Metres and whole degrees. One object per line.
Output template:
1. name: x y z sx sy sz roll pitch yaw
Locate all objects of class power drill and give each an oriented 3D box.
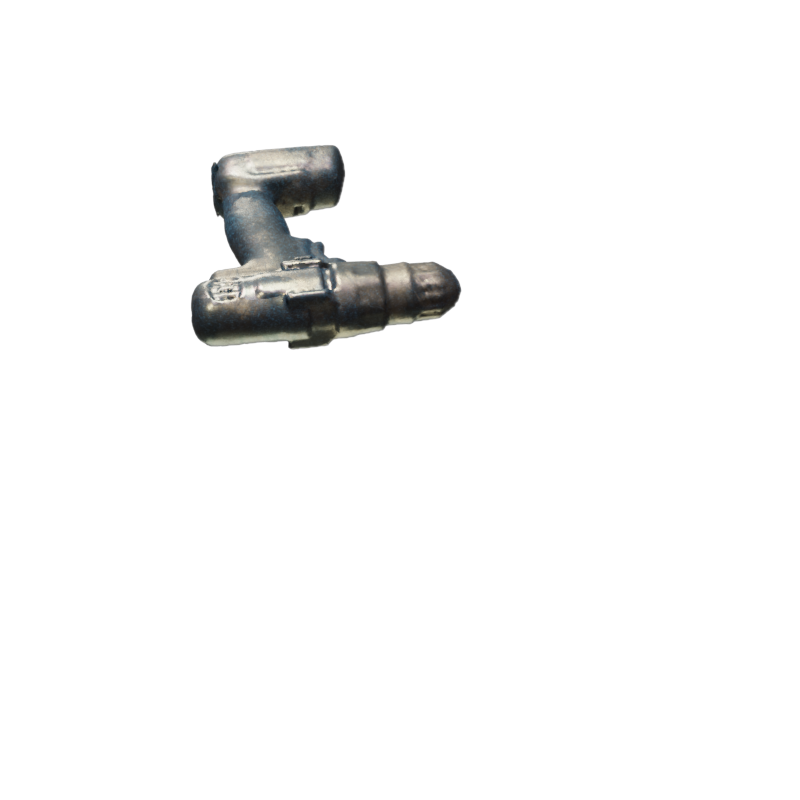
1. power drill: -0.063 -0.115 0.809 0.183 0.054 0.202 -6 41 -7
